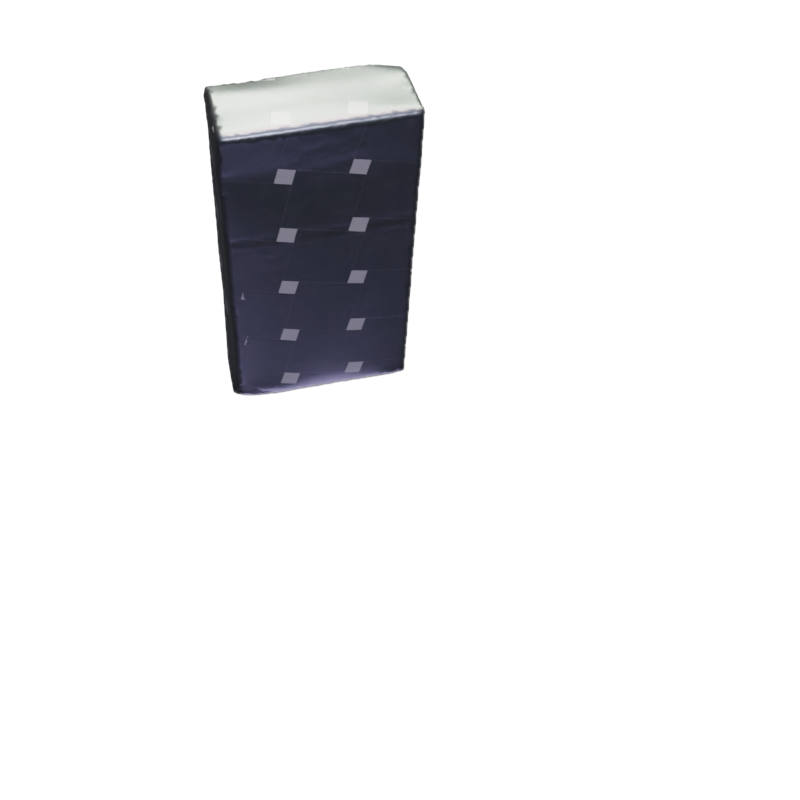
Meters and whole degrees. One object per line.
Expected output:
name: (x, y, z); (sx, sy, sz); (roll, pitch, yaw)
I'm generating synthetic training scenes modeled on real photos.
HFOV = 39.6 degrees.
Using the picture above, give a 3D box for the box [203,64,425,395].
box: (-0.042, -0.077, 0.537); (0.092, 0.052, 0.164); (-8, -43, -11)
